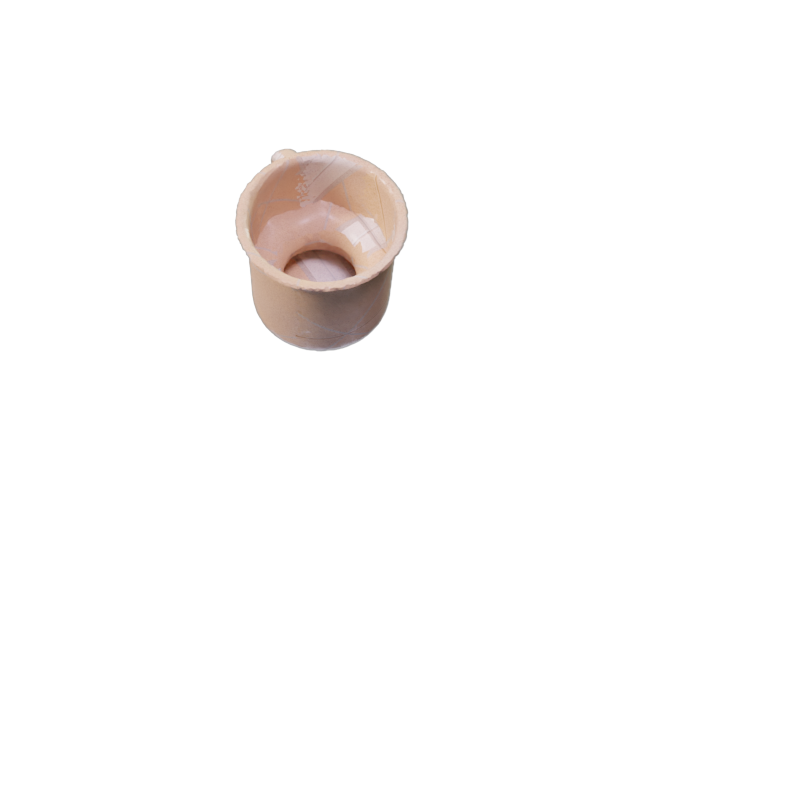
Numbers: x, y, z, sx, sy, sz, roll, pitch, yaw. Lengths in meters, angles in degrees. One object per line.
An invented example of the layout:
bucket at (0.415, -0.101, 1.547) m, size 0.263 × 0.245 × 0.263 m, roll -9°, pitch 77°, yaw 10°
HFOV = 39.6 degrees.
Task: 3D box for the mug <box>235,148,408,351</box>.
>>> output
mug at (-0.049, -0.090, 0.632) m, size 0.093 × 0.126 × 0.076 m, roll -20°, pitch -29°, yaw -13°
